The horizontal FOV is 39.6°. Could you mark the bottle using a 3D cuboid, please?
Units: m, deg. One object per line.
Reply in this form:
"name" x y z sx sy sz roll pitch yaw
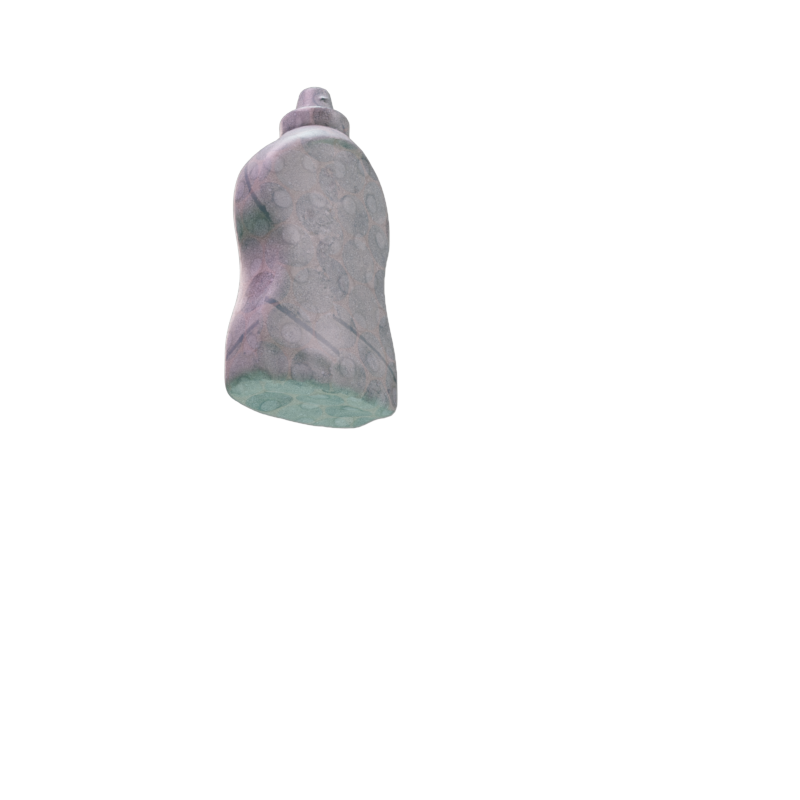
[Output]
"bottle" -0.047 -0.087 0.608 0.091 0.202 0.058 17 -30 -36
